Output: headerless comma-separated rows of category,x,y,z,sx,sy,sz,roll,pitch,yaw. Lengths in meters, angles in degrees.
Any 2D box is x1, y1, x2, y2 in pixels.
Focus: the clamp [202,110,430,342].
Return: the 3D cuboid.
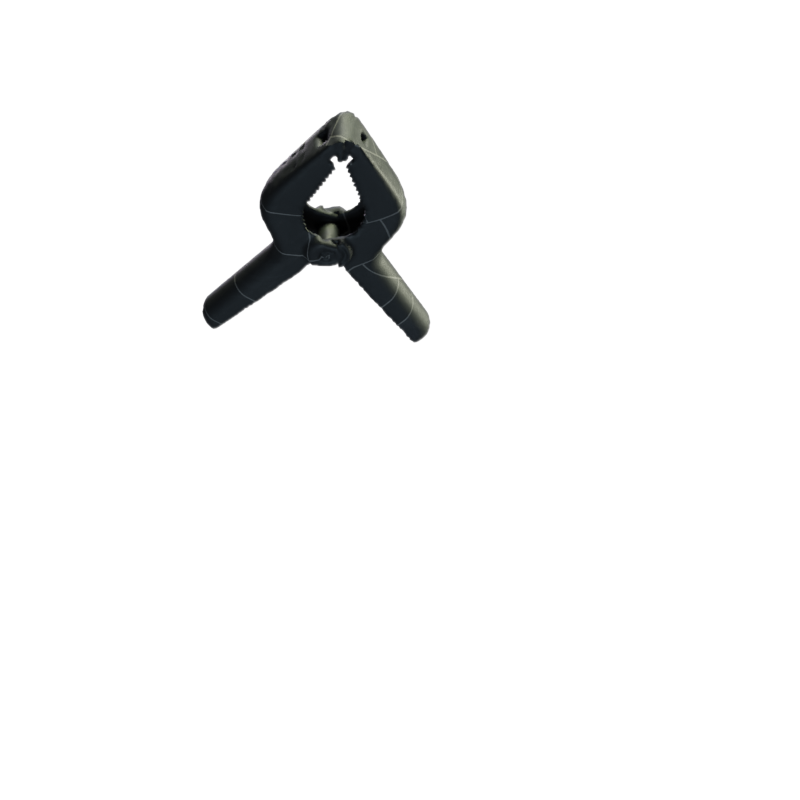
clamp,-0.058,-0.106,0.743,0.164,0.039,0.196,0,-36,0
